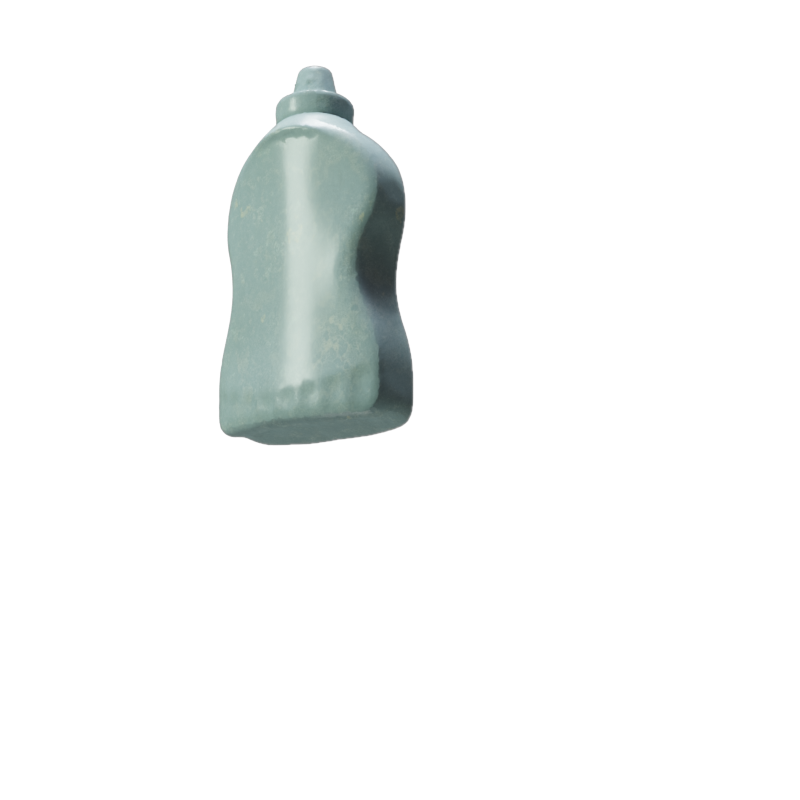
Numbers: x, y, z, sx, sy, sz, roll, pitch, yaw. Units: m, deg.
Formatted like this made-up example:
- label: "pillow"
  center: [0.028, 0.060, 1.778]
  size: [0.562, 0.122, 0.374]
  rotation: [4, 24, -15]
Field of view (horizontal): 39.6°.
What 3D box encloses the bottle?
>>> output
- label: "bottle"
  center: [-0.043, -0.079, 0.552]
  size: [0.098, 0.201, 0.055]
  rotation: [-14, -23, 34]
